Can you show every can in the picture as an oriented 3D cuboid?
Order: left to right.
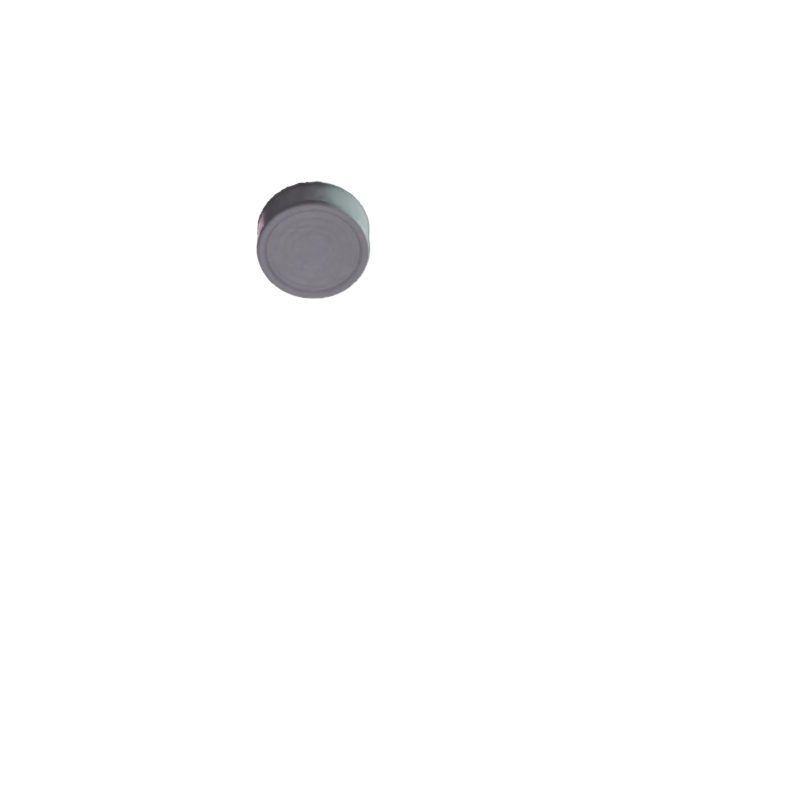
[{"bbox_3d":[-0.065,-0.119,0.831,0.086,0.080,0.036,1,34,-1],"label":"can"}]
